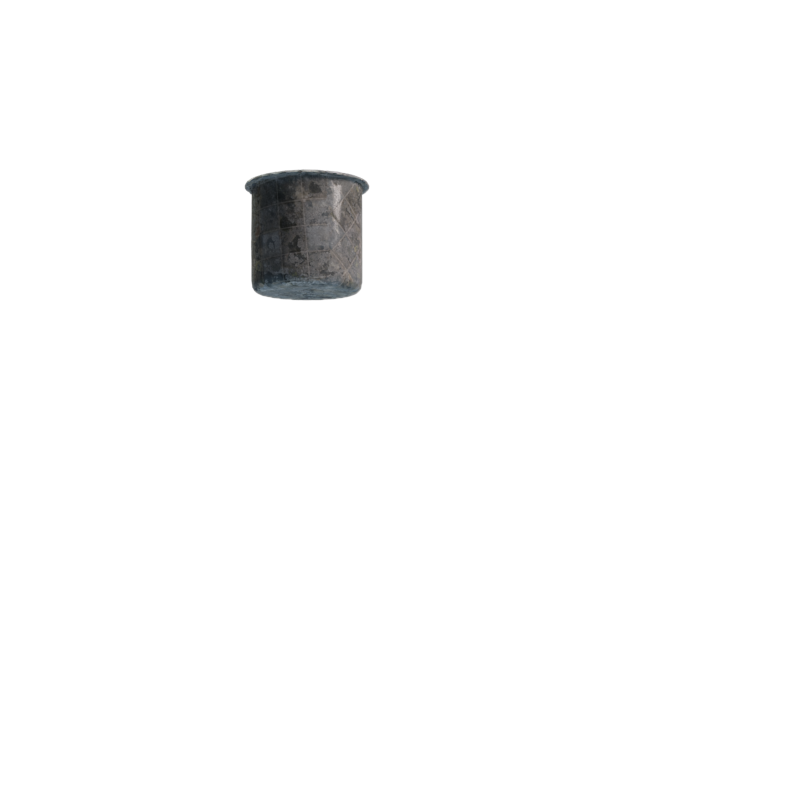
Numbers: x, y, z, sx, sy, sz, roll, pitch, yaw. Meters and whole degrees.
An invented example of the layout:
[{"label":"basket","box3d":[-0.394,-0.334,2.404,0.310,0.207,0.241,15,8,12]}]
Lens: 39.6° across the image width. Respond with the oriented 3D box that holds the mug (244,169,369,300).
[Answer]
[{"label":"mug","box3d":[-0.065,-0.118,0.829,0.095,0.083,0.112,-3,-7,21]}]
